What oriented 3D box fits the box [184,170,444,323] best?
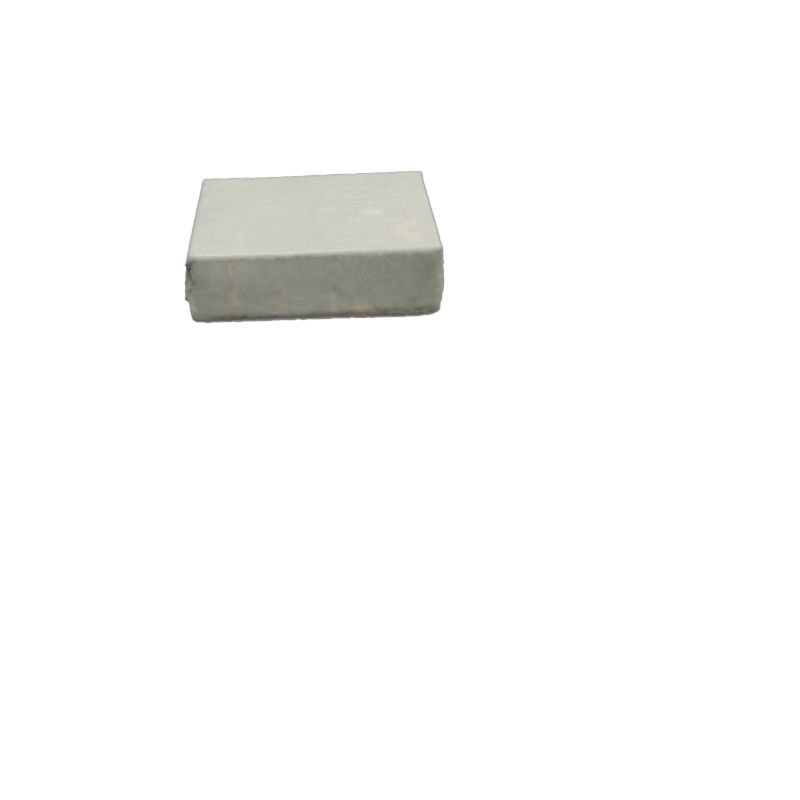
[{"bbox_3d":[-0.041,-0.074,0.518,0.113,0.037,0.096,-1,32,-2],"label":"box"}]
